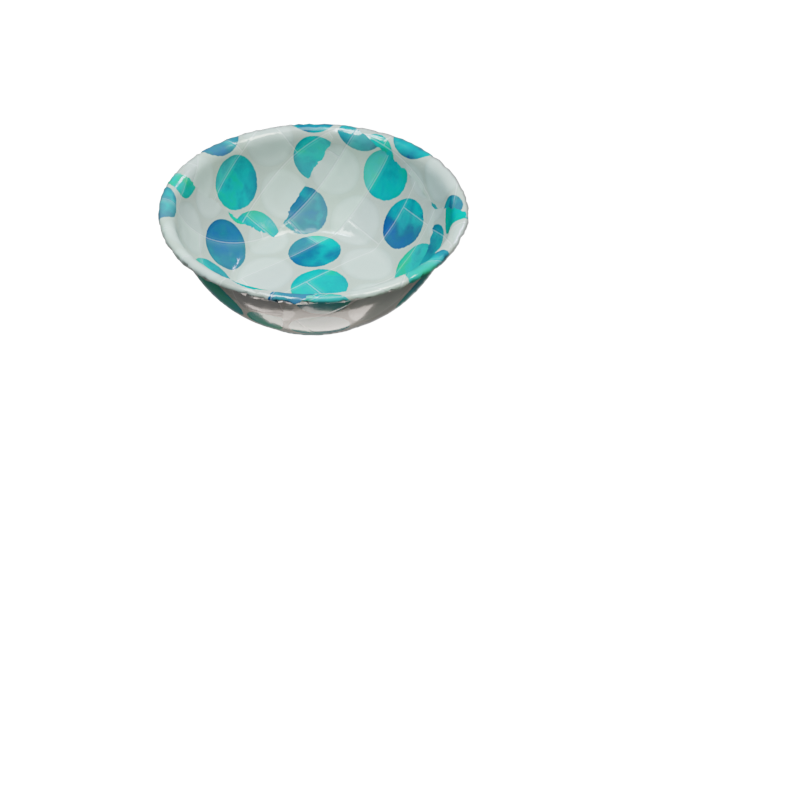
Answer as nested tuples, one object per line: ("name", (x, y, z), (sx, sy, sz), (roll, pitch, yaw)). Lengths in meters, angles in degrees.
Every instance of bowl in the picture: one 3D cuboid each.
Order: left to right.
("bowl", (-0.047, -0.085, 0.595), (0.162, 0.051, 0.174), (-1, 42, -2))
